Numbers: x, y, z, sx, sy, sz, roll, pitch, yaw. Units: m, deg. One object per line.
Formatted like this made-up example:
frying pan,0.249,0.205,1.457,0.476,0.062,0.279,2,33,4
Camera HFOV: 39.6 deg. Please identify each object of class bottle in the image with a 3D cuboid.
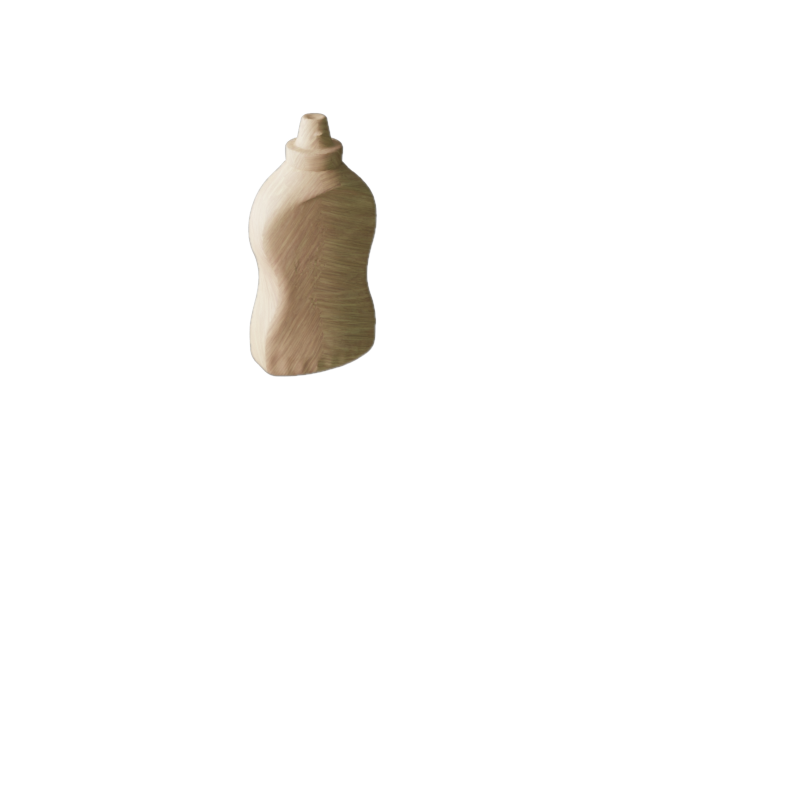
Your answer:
bottle,-0.063,-0.115,0.808,0.094,0.181,0.063,-12,29,-26
